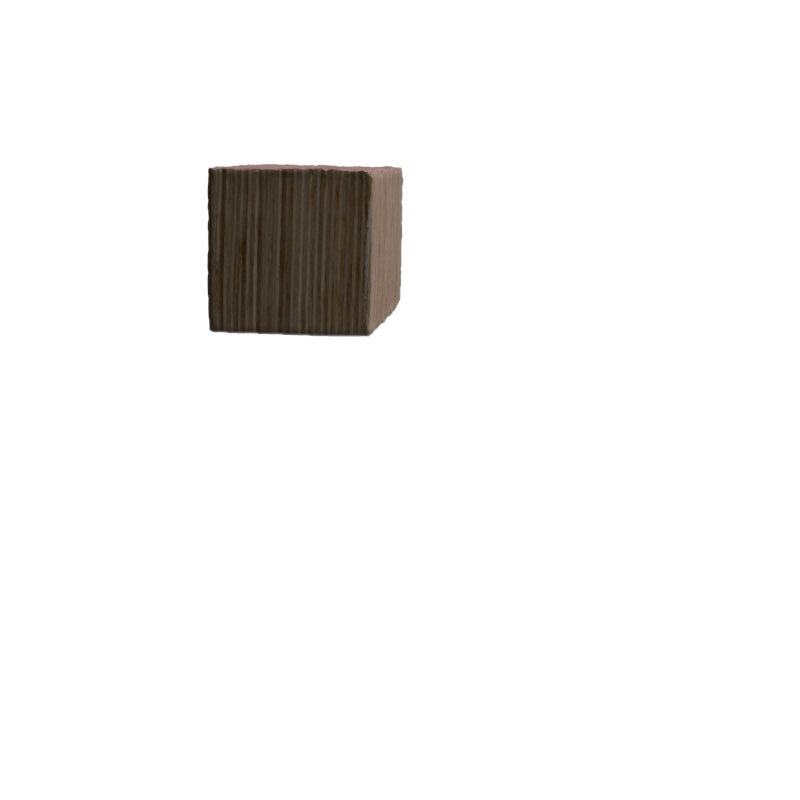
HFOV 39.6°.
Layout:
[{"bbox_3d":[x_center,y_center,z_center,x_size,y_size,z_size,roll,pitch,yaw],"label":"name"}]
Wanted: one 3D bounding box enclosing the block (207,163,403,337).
[{"bbox_3d":[-0.029,-0.053,0.371,0.053,0.050,0.079,1,11,7],"label":"block"}]
